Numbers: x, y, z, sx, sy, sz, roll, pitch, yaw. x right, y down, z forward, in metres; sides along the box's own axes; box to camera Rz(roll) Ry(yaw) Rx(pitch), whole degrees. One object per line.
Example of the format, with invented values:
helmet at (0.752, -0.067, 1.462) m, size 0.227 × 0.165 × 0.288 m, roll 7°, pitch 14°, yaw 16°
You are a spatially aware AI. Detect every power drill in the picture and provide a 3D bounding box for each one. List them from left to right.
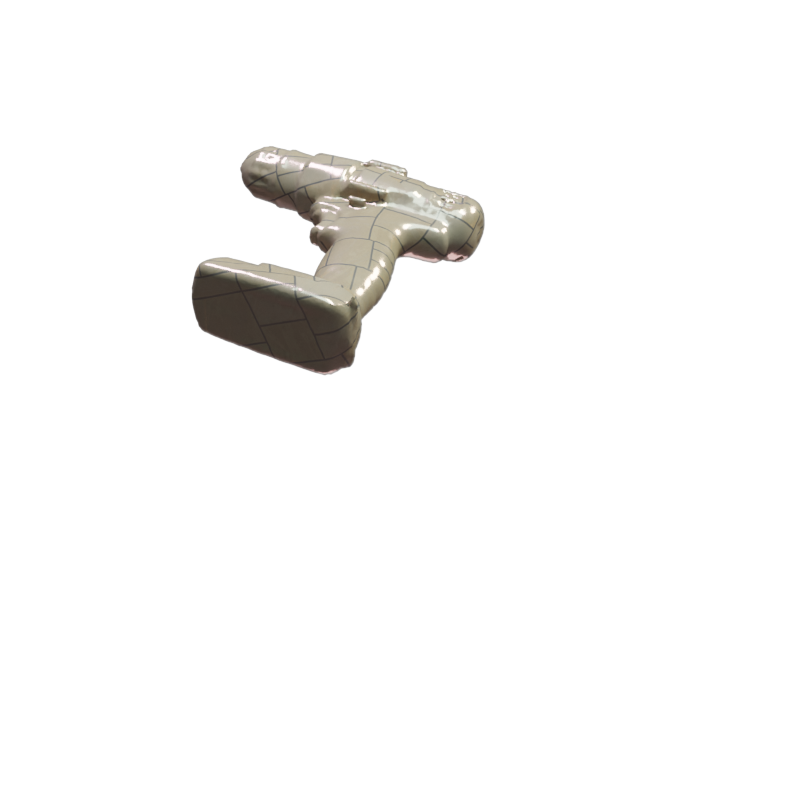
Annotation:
power drill at (-0.057, -0.104, 0.732) m, size 0.192 × 0.054 × 0.193 m, roll 17°, pitch 41°, yaw 20°
